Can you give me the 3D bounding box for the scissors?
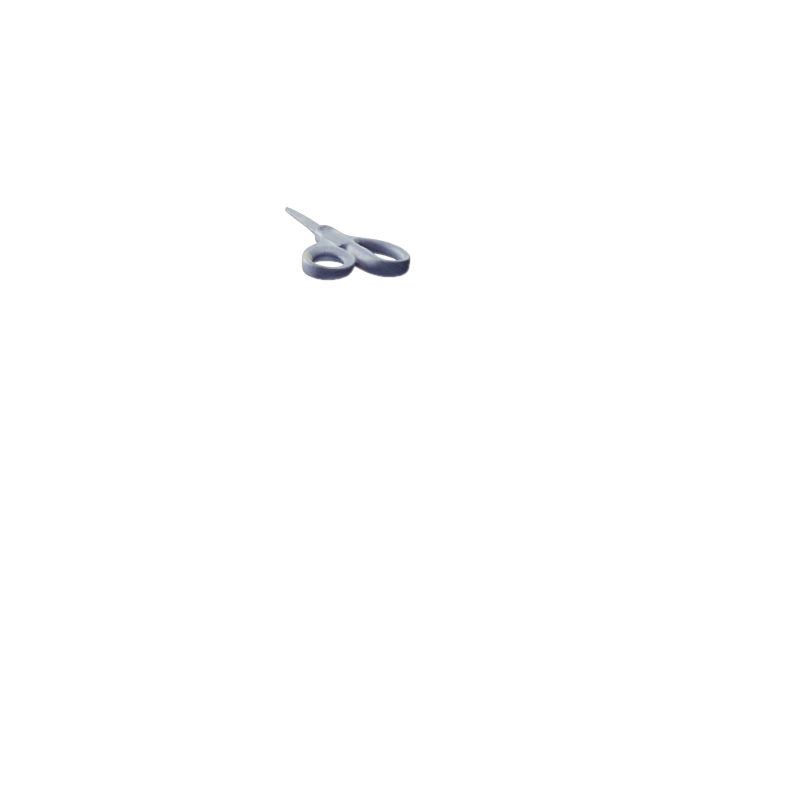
[{"bbox_3d":[-0.075,-0.137,0.958,0.094,0.015,0.215,-18,30,-35],"label":"scissors"}]
